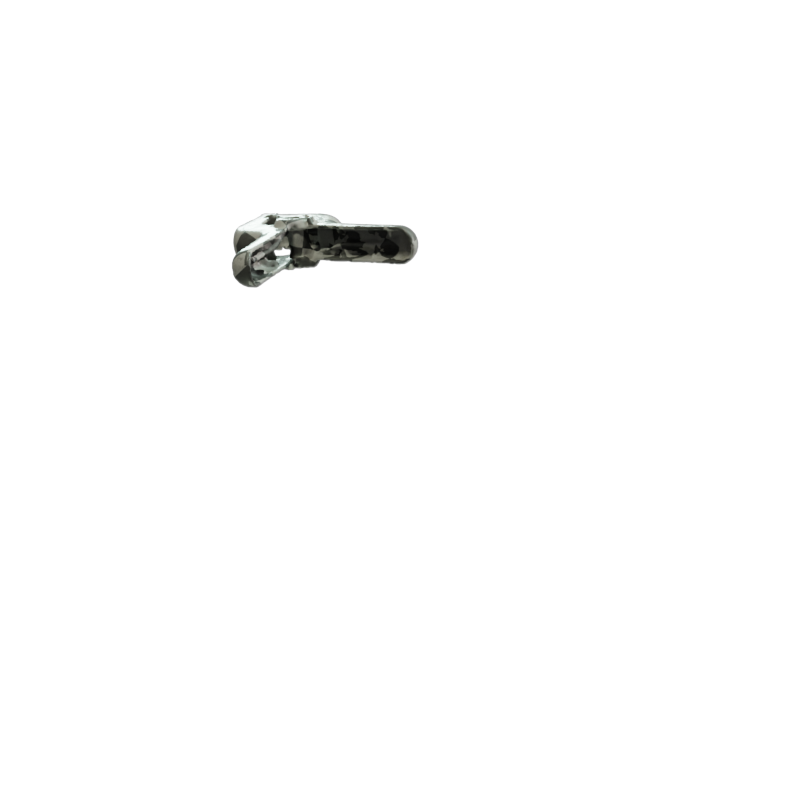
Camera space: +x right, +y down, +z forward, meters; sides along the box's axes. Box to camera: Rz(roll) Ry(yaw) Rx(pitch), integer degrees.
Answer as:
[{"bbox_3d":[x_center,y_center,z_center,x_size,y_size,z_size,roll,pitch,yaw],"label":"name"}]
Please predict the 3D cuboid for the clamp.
[{"bbox_3d":[-0.060,-0.109,0.763,0.119,0.038,0.179,-3,18,-10],"label":"clamp"}]
